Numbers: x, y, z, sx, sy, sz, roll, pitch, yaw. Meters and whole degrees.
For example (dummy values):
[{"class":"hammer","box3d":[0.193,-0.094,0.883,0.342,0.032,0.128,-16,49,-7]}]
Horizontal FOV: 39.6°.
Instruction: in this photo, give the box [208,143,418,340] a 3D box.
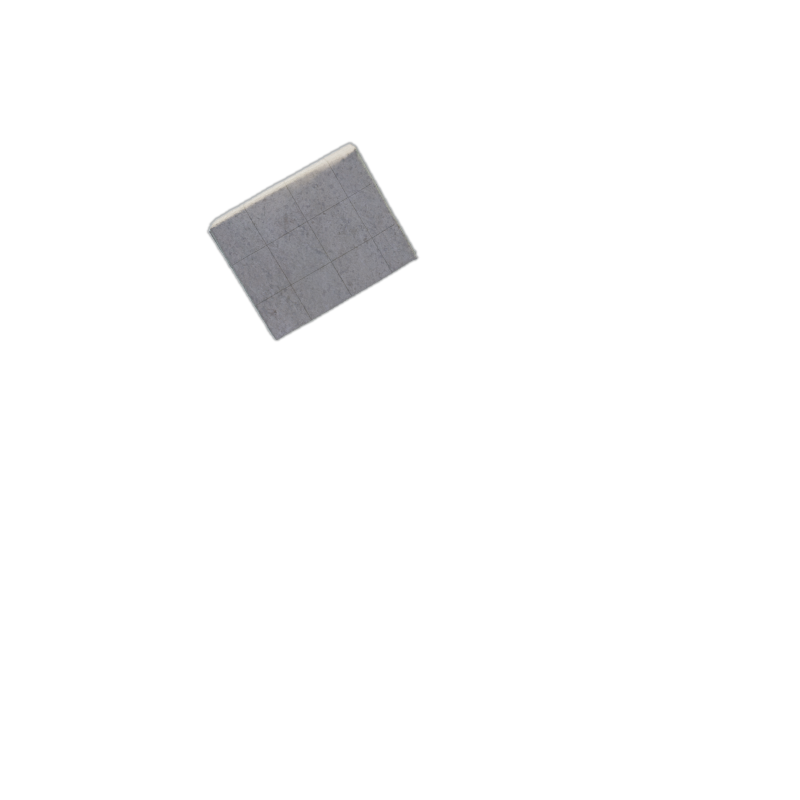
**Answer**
[{"class":"box","box3d":[-0.058,-0.106,0.743,0.113,0.088,0.040,-29,8,4]}]
